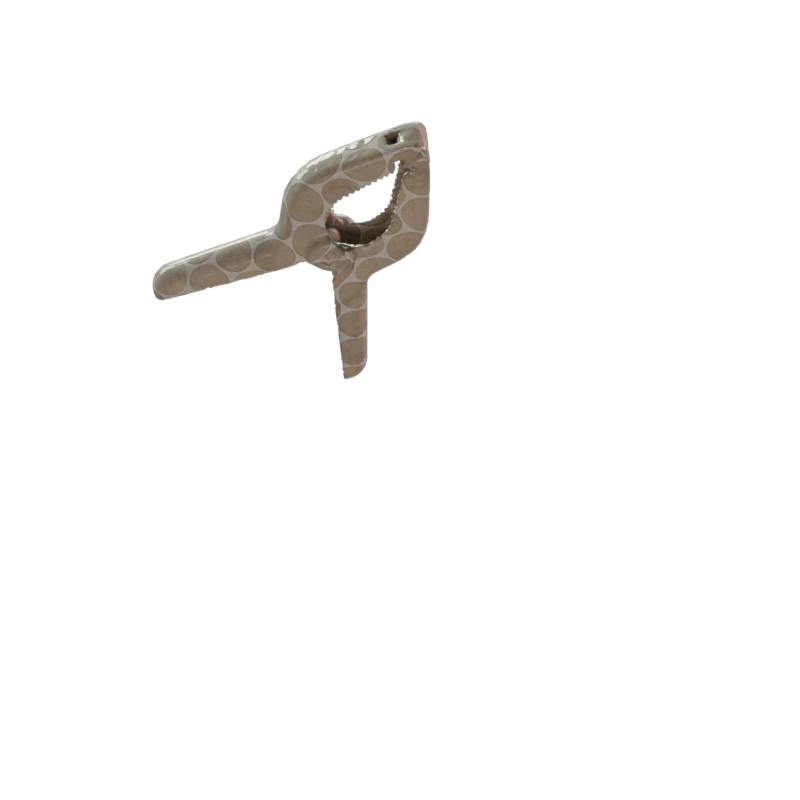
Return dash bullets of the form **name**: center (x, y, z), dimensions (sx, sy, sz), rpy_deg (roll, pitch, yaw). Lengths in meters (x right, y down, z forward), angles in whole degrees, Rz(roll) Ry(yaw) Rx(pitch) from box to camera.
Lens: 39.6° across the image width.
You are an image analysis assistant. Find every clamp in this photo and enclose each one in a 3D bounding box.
- **clamp**: center (-0.056, -0.102, 0.715), dimensions (0.159, 0.039, 0.203), rpy_deg (19, -47, -19)
